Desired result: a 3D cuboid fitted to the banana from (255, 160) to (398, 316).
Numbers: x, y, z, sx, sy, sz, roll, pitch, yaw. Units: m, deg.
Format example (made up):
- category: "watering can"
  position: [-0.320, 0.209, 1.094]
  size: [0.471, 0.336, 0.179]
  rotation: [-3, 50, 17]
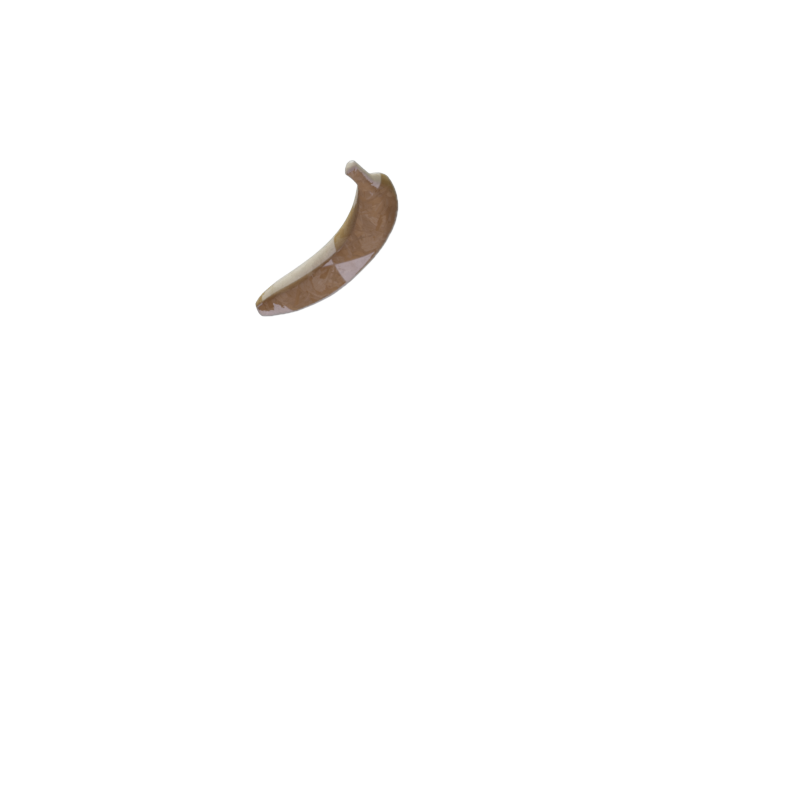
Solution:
- category: "banana"
  position: [-0.052, -0.126, 0.898]
  size: [0.067, 0.039, 0.191]
  rotation: [17, -41, -21]
